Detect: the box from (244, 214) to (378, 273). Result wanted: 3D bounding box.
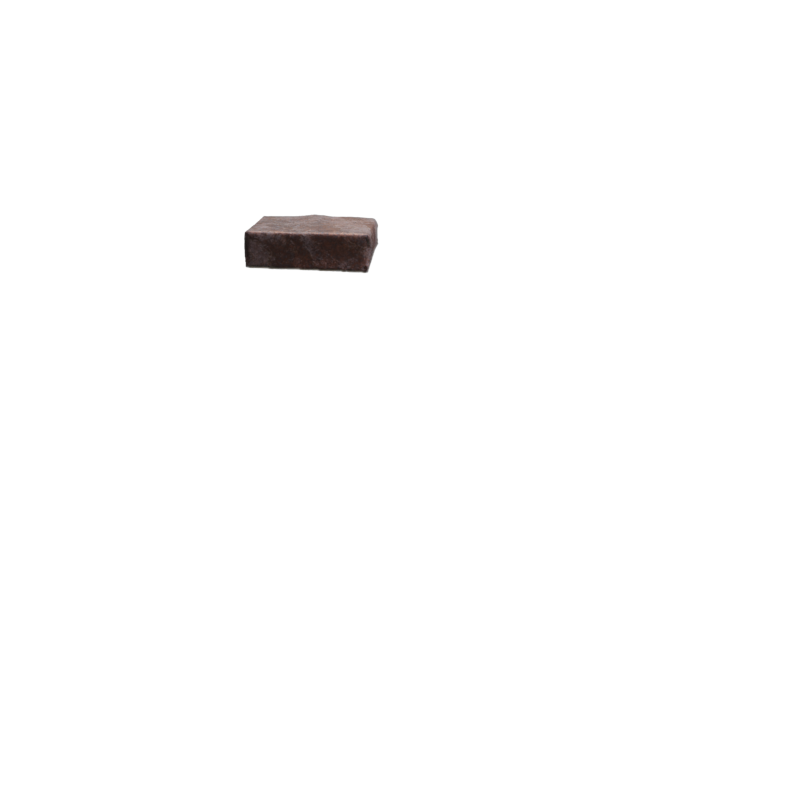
[{"bbox_3d":[-0.063,-0.114,0.802,0.090,0.029,0.075,2,17,5],"label":"box"}]
